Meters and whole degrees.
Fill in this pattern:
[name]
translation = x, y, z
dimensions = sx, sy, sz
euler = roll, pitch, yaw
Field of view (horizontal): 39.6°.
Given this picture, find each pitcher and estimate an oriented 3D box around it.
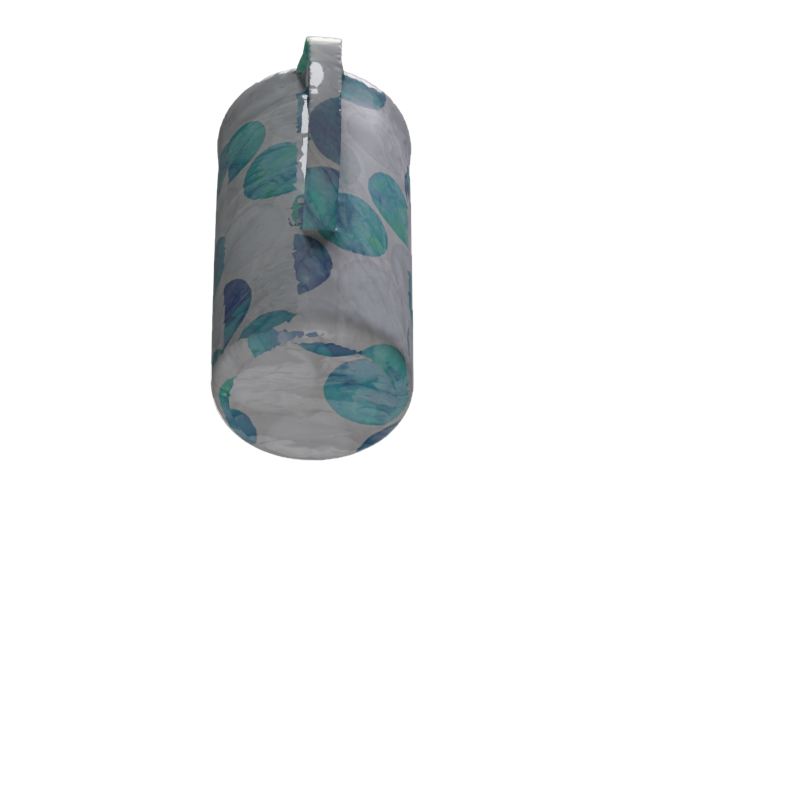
[pitcher]
translation = -0.052, -0.095, 0.667
dimensions = 0.144, 0.261, 0.139
euler = -32, -53, 23
